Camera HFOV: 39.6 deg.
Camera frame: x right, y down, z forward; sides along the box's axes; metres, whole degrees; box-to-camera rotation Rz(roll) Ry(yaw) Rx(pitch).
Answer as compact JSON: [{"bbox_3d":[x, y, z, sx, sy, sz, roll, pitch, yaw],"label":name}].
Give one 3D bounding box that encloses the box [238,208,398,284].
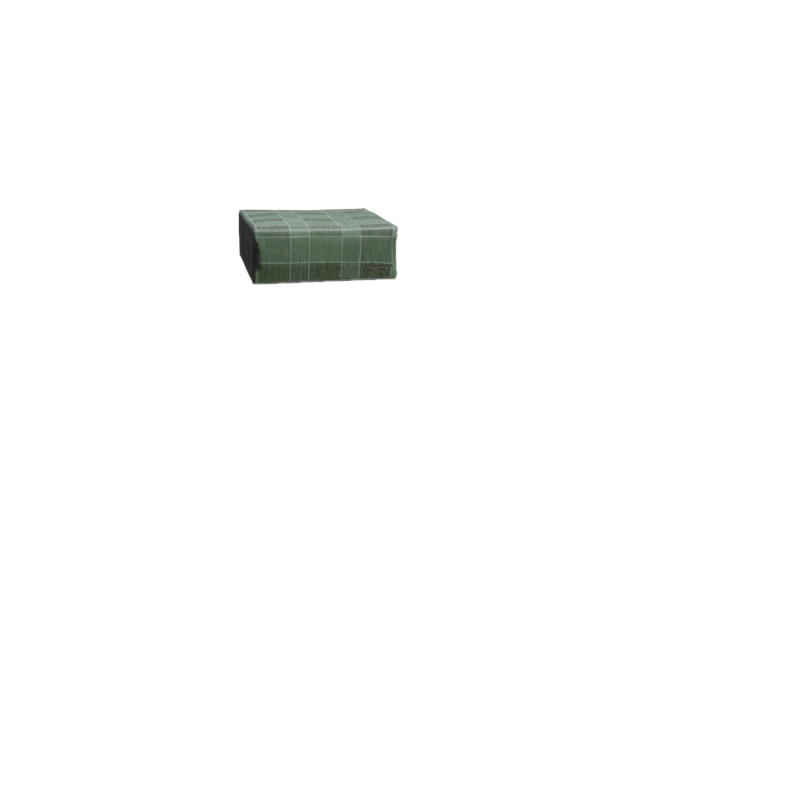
[{"bbox_3d":[-0.046,-0.083,0.585,0.072,0.029,0.093,-3,15,-10],"label":"box"}]
